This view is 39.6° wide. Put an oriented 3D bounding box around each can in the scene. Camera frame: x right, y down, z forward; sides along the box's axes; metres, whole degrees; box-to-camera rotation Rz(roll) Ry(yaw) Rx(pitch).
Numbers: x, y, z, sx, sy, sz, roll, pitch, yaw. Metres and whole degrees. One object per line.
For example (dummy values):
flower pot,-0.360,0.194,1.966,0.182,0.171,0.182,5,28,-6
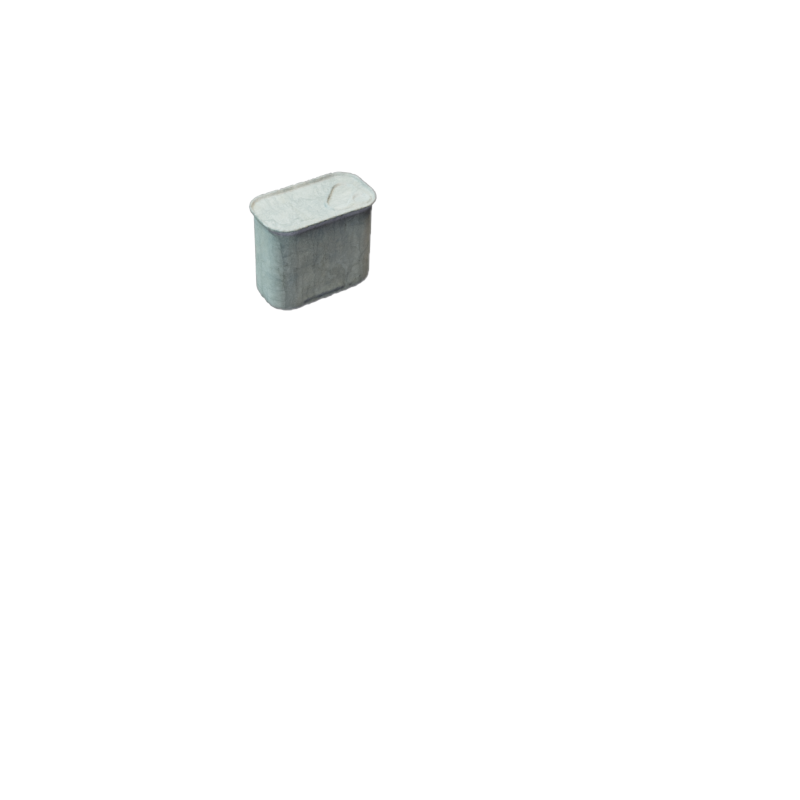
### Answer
can,-0.072,-0.131,0.916,0.101,0.078,0.062,-22,45,-26
